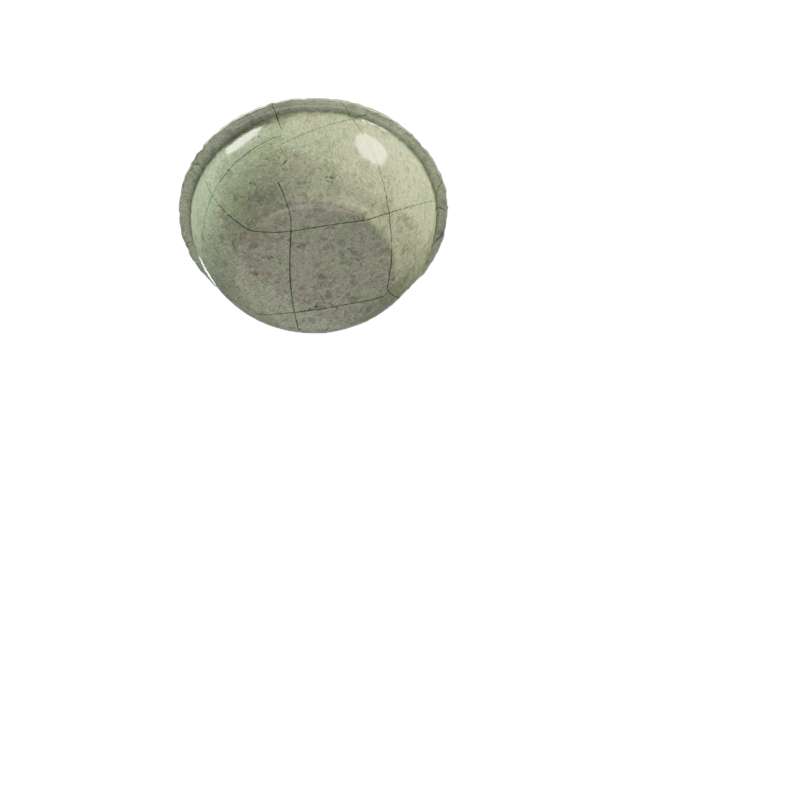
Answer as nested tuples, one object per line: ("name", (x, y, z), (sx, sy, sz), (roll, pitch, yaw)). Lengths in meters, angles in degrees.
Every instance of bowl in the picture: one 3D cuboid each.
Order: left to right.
("bowl", (-0.051, -0.092, 0.646), (0.162, 0.151, 0.059), (1, 39, -1))
